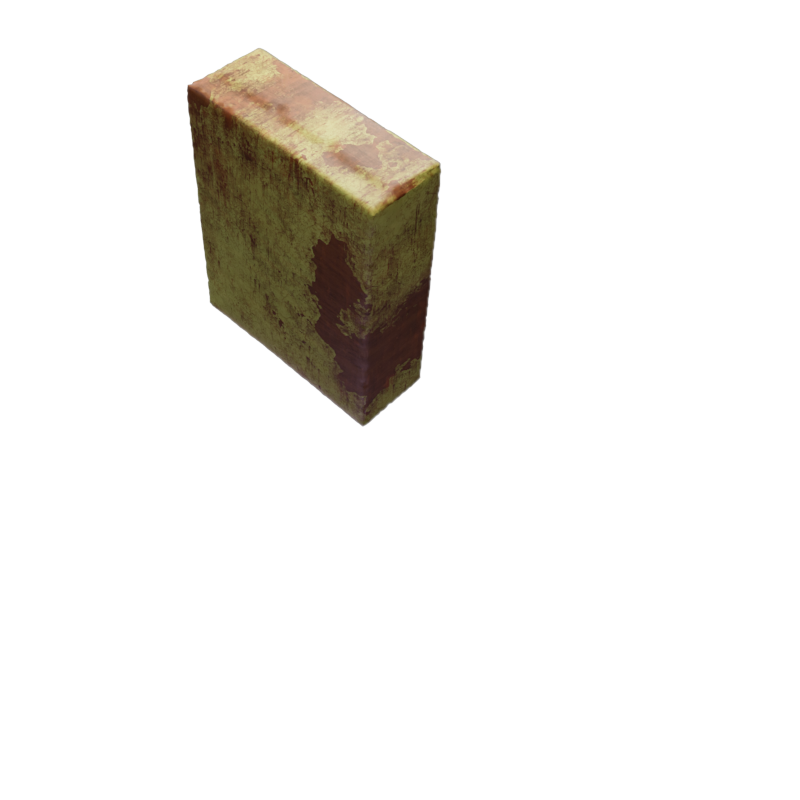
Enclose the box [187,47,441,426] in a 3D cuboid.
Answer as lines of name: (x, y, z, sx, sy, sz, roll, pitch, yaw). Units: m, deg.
box: (-0.058, -0.107, 0.747, 0.072, 0.199, 0.174, -36, 60, -28)
